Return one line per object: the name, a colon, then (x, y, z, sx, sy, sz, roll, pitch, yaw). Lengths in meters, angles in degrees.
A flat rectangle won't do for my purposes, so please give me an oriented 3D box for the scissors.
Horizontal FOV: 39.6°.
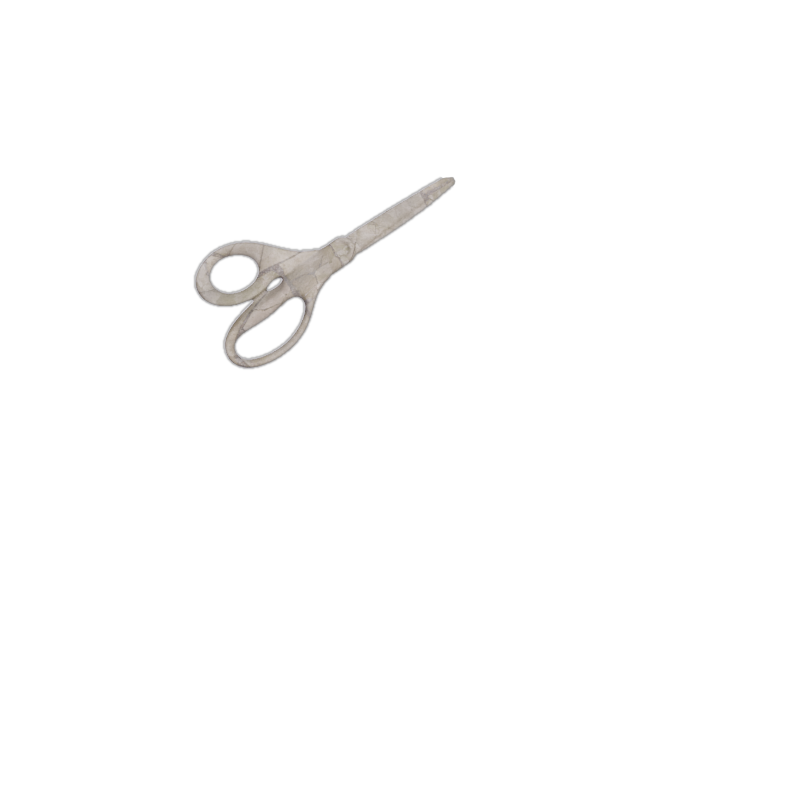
scissors: (-0.061, -0.111, 0.779, 0.098, 0.204, 0.015, 39, -11, 9)
